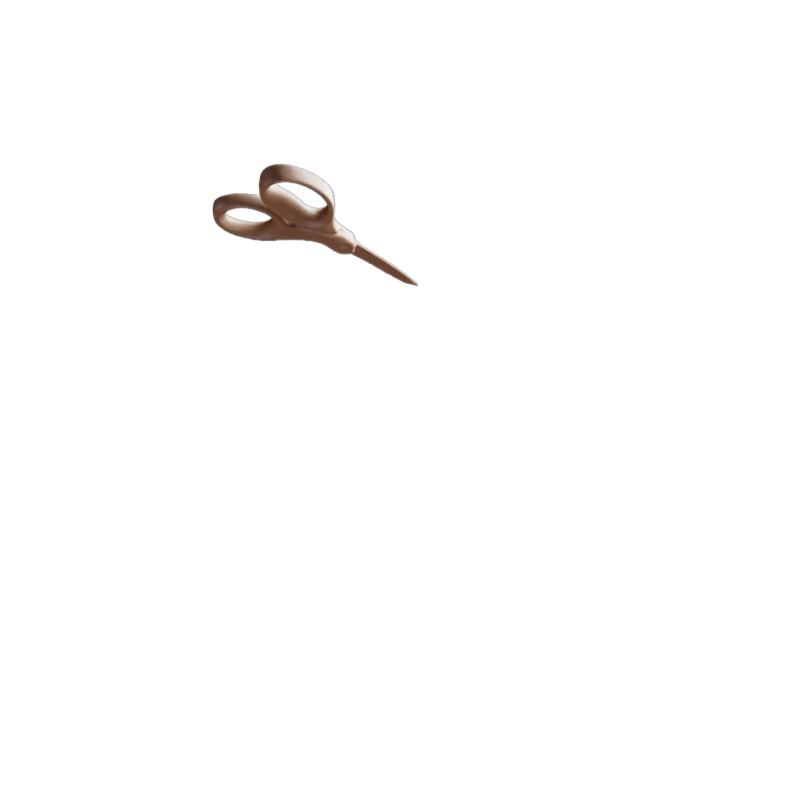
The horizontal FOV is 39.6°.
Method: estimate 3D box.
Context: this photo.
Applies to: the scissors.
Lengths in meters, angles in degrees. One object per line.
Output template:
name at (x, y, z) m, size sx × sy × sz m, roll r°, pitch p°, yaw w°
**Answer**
scissors at (-0.064, -0.116, 0.814) m, size 0.098 × 0.017 × 0.188 m, roll -8°, pitch -22°, yaw 19°
